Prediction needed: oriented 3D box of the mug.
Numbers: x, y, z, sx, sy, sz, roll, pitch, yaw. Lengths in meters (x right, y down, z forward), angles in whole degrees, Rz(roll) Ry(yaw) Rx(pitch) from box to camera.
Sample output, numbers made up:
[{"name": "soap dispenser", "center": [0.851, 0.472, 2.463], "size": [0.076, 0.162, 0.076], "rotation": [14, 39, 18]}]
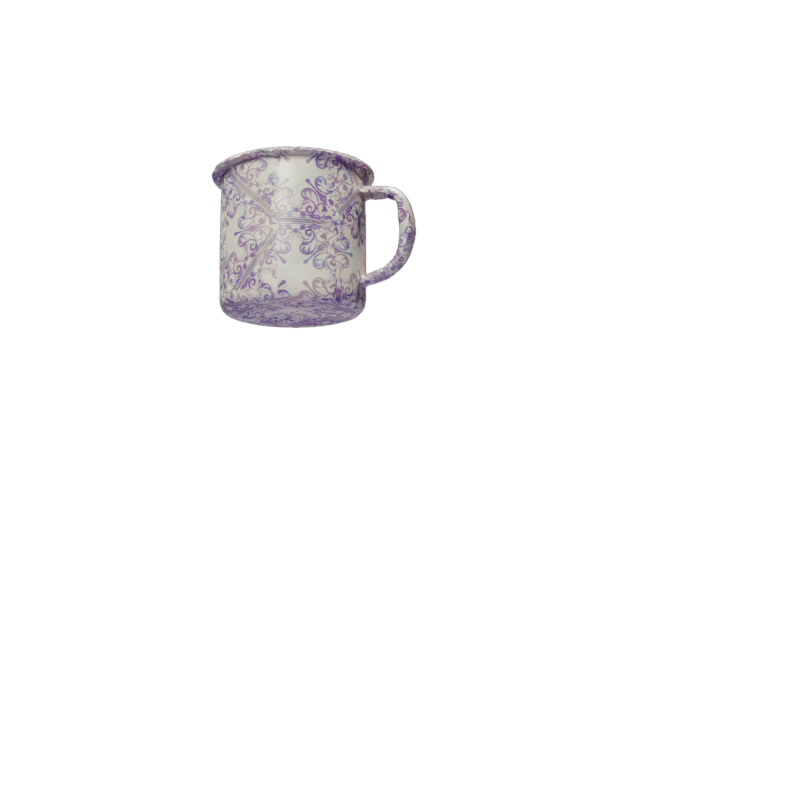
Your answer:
[{"name": "mug", "center": [-0.048, -0.088, 0.618], "size": [0.119, 0.084, 0.088], "rotation": [-3, -13, 15]}]
